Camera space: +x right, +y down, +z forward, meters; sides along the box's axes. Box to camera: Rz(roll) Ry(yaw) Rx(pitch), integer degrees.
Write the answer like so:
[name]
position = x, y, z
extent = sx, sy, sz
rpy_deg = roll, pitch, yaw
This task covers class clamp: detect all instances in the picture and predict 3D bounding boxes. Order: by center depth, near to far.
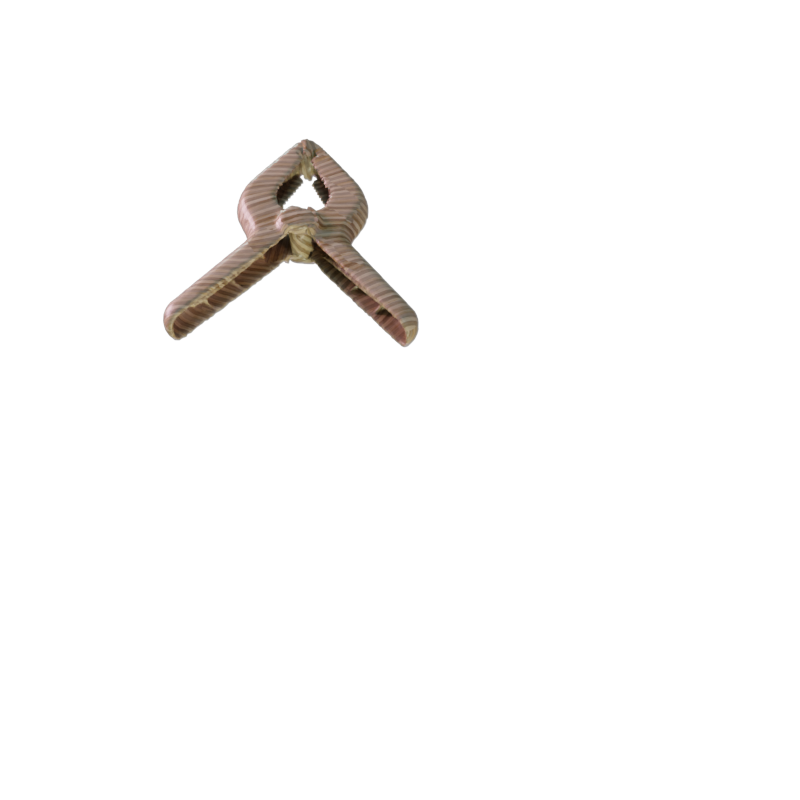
[clamp]
position = -0.061, -0.111, 0.780
extent = 0.166, 0.034, 0.223
rpy_deg = 6, 45, 6
